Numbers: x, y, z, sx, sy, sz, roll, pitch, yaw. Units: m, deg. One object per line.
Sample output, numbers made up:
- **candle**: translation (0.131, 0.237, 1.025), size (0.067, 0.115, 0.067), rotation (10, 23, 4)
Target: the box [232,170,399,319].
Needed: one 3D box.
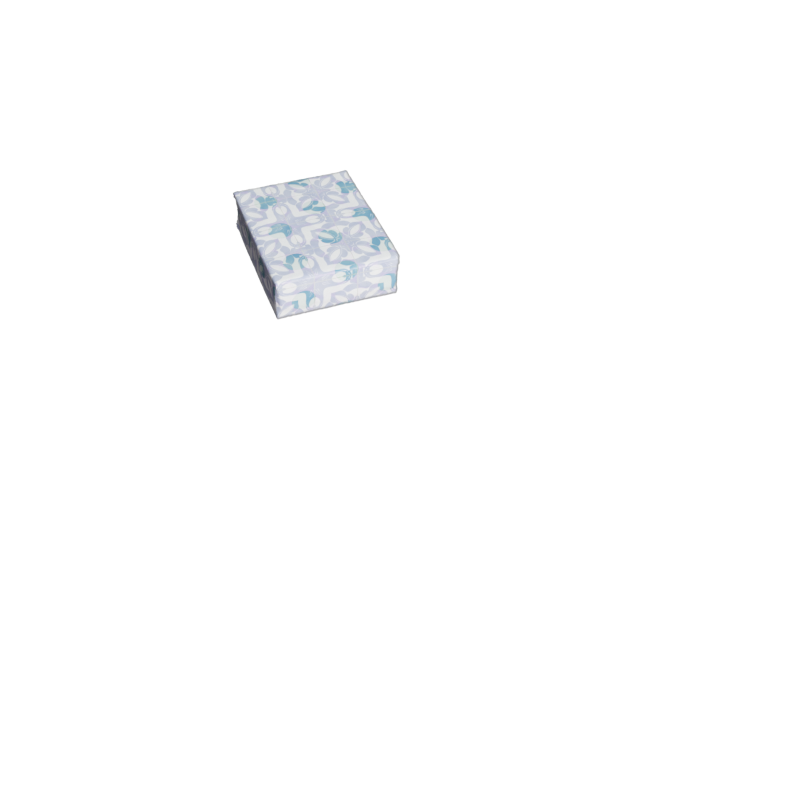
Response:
- **box**: translation (-0.062, -0.113, 0.793), size (0.089, 0.036, 0.123), rotation (-13, 43, -15)
